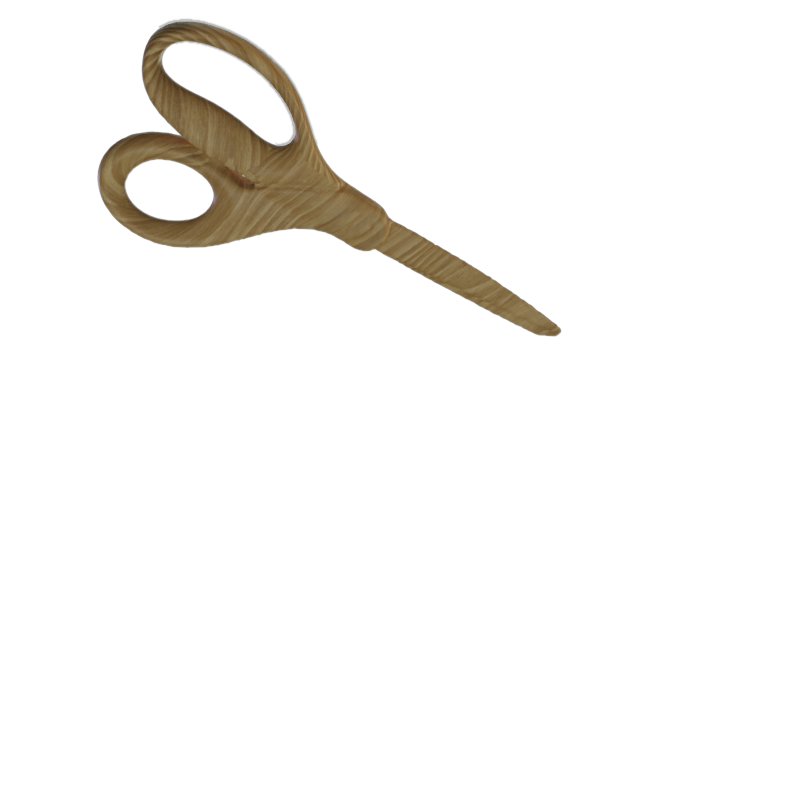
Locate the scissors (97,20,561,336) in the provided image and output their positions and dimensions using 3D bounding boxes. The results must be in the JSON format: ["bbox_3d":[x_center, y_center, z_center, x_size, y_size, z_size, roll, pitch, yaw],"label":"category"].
[{"bbox_3d":[-0.034,-0.063,0.439,0.095,0.192,0.017,-39,22,19],"label":"scissors"}]
